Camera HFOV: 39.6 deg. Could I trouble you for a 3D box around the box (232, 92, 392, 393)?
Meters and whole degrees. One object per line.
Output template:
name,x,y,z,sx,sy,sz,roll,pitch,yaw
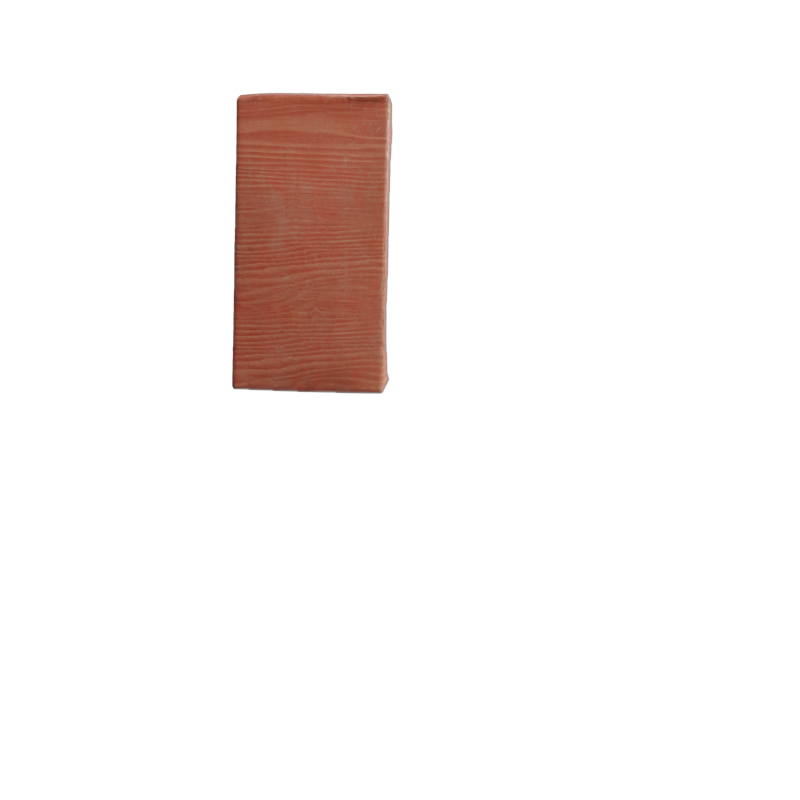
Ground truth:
box,-0.052,-0.095,0.666,0.094,0.175,0.048,1,4,5
